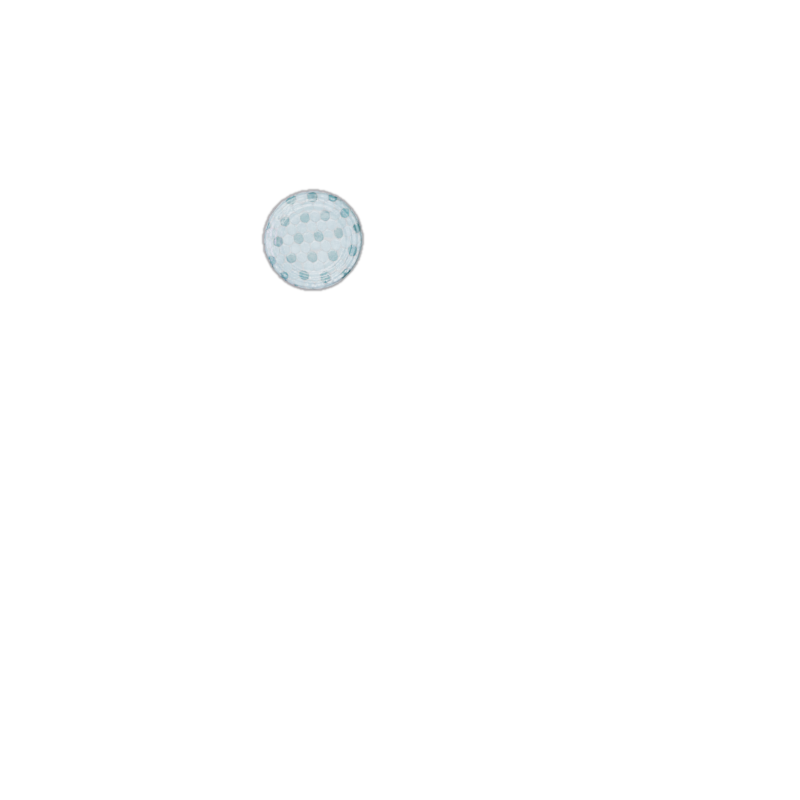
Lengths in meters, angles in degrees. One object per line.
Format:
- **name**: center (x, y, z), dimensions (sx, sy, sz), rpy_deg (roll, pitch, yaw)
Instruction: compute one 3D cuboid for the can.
- **can**: center (-0.076, -0.138, 0.968), dimensions (0.086, 0.087, 0.033), rpy_deg (0, -5, -1)
